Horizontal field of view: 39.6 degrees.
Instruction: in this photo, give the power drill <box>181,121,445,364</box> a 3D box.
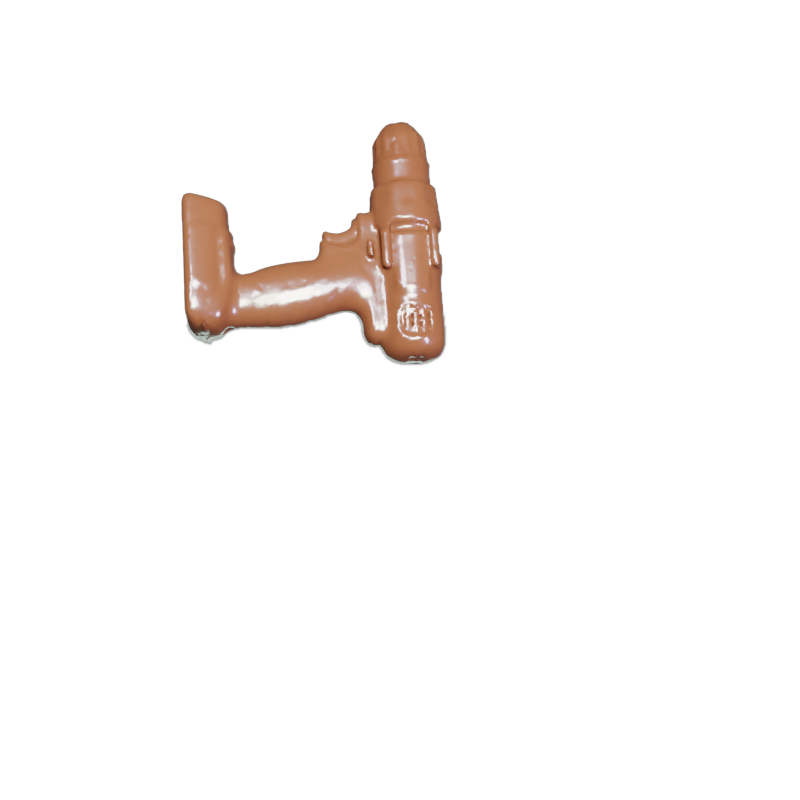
[{"bbox_3d":[-0.063,-0.114,0.802,0.187,0.194,0.055,-3,-21,-2],"label":"power drill"}]
